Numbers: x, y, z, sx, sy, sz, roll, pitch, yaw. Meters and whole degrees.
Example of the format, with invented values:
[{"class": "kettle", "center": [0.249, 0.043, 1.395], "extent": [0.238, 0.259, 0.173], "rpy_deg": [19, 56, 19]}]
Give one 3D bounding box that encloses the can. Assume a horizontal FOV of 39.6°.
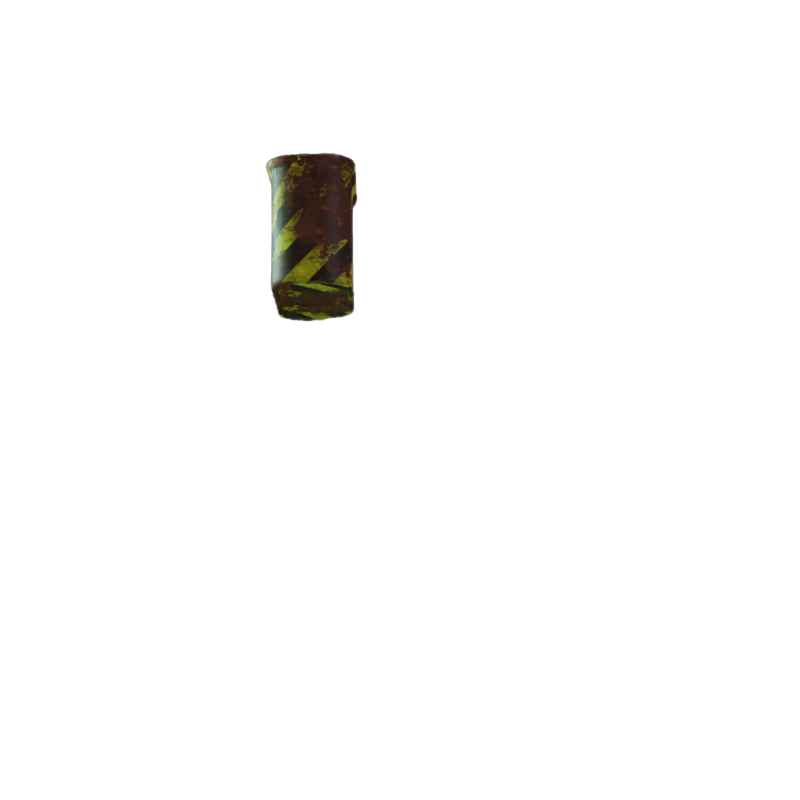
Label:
[{"class": "can", "center": [-0.057, -0.104, 0.725], "extent": [0.057, 0.087, 0.098], "rpy_deg": [-1, -14, 0]}]
